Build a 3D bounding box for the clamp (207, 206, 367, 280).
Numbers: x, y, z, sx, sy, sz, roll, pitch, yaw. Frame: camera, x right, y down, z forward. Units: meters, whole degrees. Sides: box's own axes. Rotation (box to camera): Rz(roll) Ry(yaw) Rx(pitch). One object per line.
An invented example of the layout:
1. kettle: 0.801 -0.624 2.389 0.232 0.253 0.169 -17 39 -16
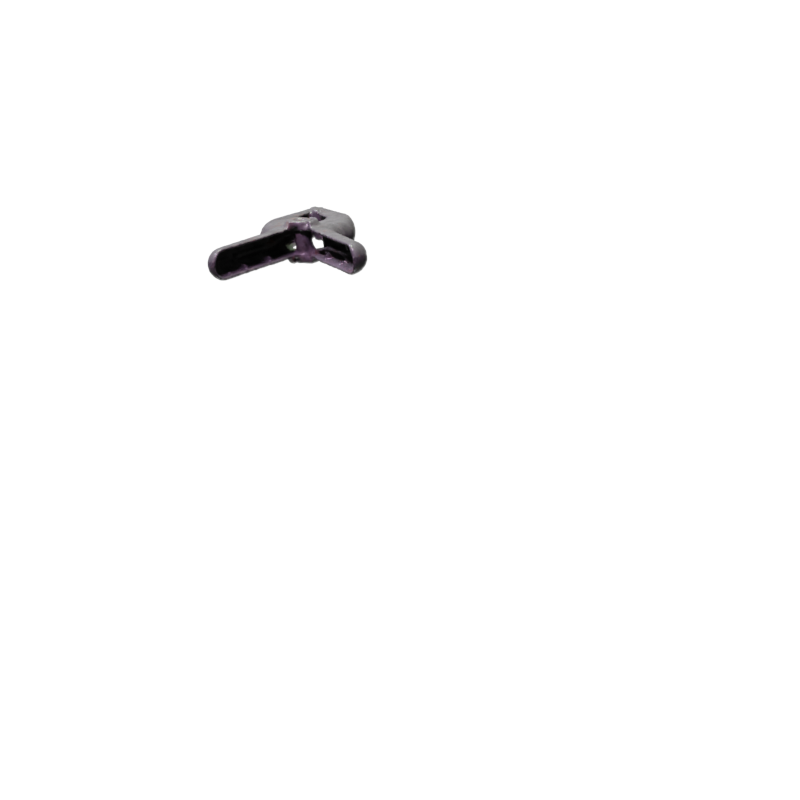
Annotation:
1. clamp: -0.070 -0.127 0.892 0.123 0.037 0.175 6 23 14
